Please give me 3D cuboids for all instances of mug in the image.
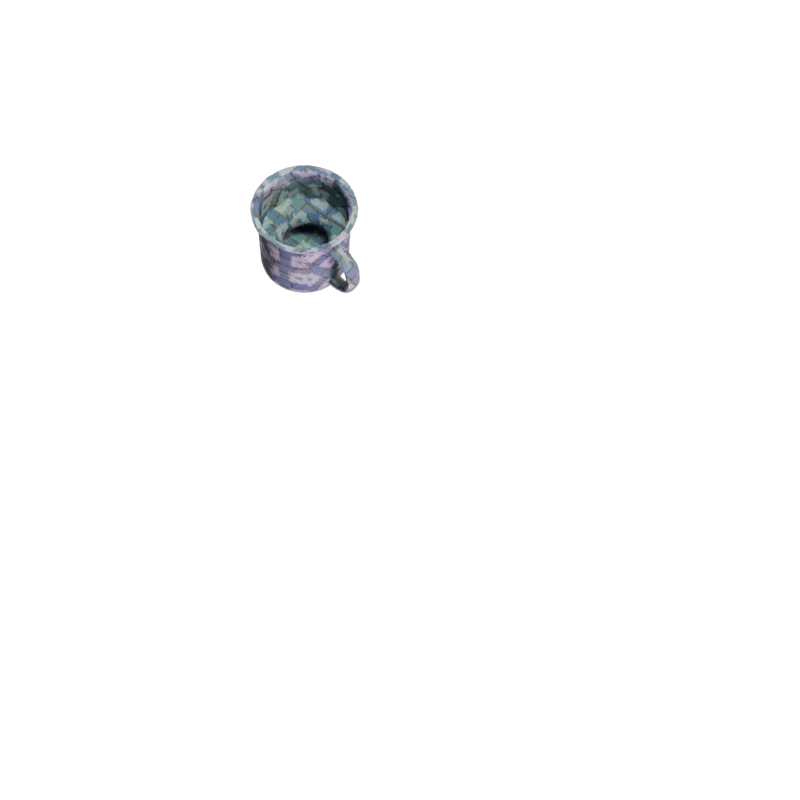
[{"bbox_3d":[-0.077,-0.141,0.987,0.094,0.124,0.076,-38,-22,-21],"label":"mug"}]
